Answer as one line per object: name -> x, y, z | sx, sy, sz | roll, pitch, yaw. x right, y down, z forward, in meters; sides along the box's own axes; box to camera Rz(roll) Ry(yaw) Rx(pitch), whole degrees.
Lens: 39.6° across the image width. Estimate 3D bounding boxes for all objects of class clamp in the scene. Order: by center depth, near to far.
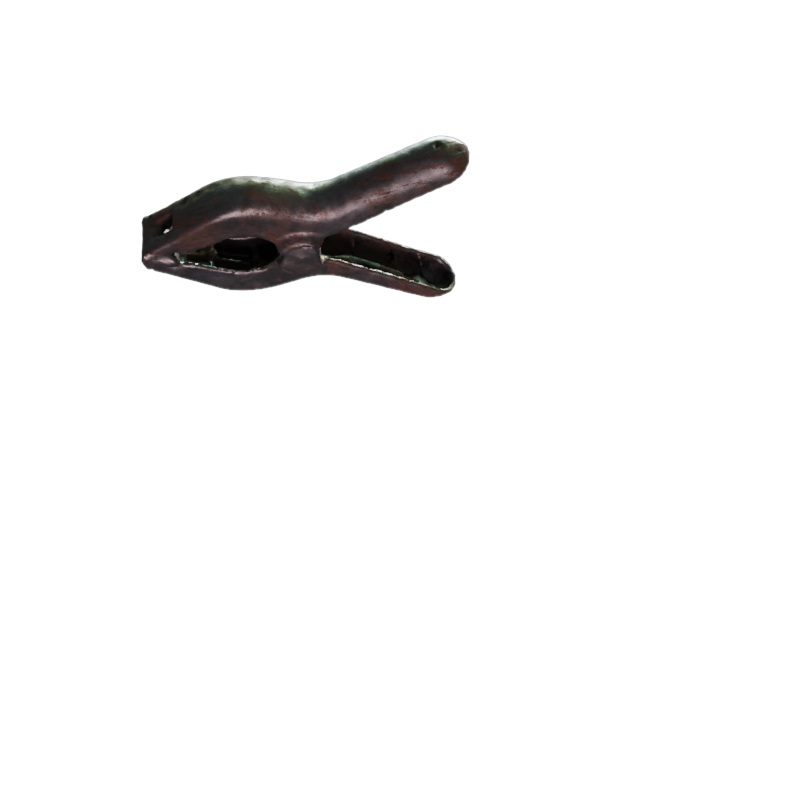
clamp -> -0.045, -0.083, 0.579 | 0.173, 0.042, 0.111 | -6, -37, 8
